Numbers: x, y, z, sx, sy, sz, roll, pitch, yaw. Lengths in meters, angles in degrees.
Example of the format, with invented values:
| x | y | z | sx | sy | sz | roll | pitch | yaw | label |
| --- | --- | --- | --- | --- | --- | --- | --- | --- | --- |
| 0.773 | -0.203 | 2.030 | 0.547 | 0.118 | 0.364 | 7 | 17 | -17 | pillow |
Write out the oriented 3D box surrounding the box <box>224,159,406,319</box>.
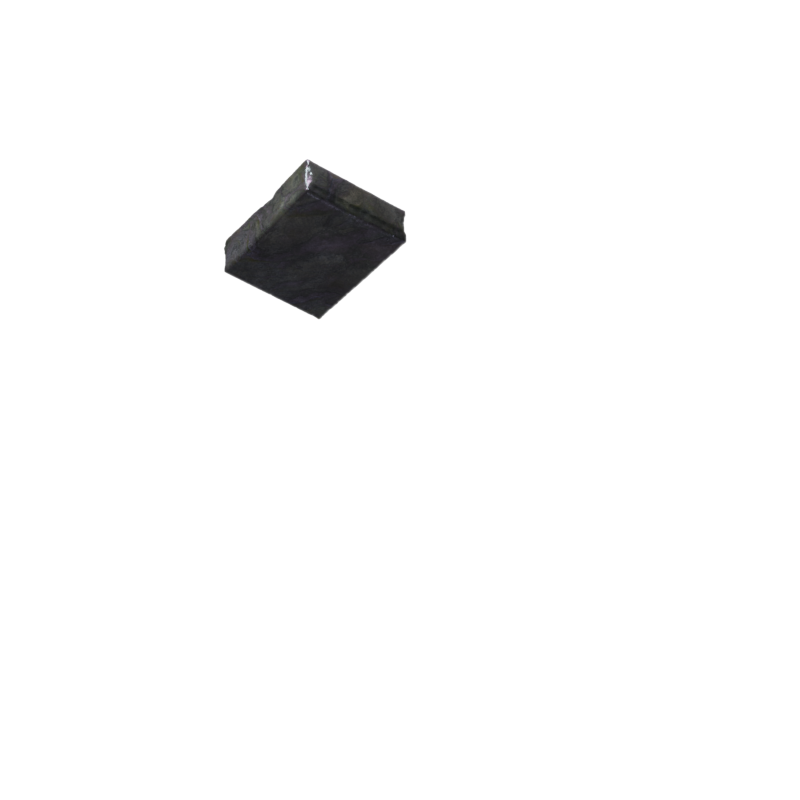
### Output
| x | y | z | sx | sy | sz | roll | pitch | yaw | label |
| --- | --- | --- | --- | --- | --- | --- | --- | --- | --- |
| -0.052 | -0.095 | 0.663 | 0.069 | 0.032 | 0.088 | 26 | -46 | -29 | box |
